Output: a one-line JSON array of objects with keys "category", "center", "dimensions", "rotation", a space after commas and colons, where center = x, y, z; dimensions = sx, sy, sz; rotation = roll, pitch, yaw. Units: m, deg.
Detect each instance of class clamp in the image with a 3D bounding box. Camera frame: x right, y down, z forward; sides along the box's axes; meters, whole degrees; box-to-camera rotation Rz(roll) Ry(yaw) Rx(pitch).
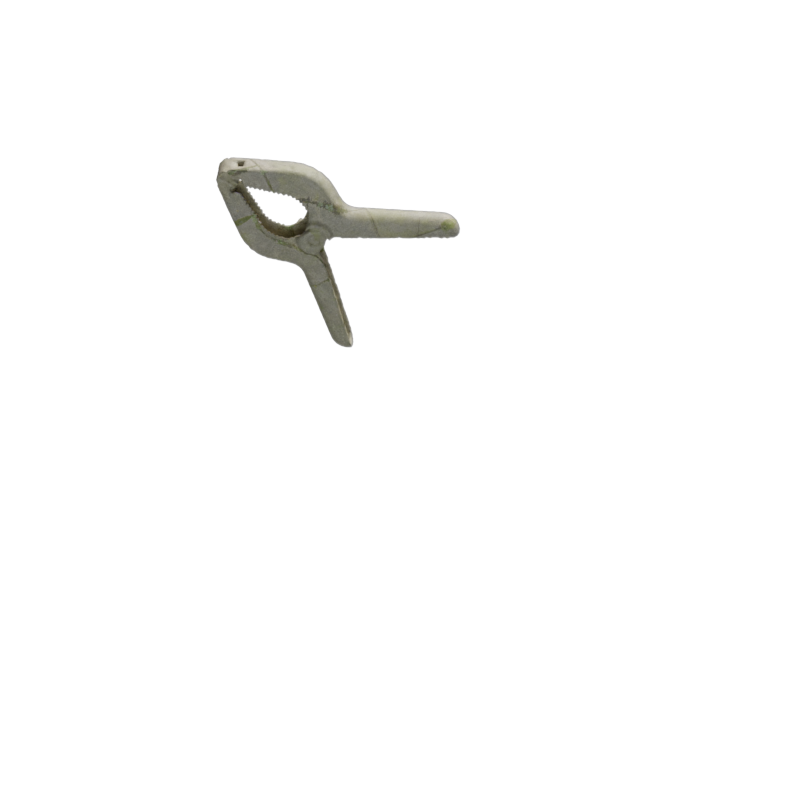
[{"category": "clamp", "center": [-0.076, -0.139, 0.977], "dimensions": [0.203, 0.160, 0.039], "rotation": [27, 28, -16]}]
